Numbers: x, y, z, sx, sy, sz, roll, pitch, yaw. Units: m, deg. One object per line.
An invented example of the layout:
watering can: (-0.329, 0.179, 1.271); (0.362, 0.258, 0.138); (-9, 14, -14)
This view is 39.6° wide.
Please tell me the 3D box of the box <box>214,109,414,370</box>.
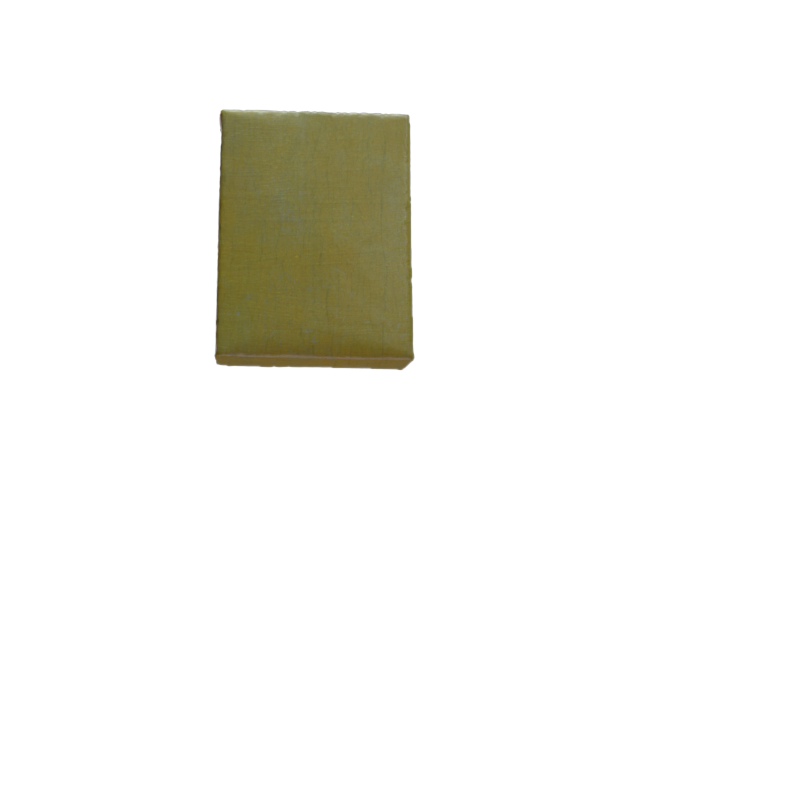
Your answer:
box: (-0.074, -0.135, 0.947); (0.163, 0.221, 0.070); (0, -14, -5)
